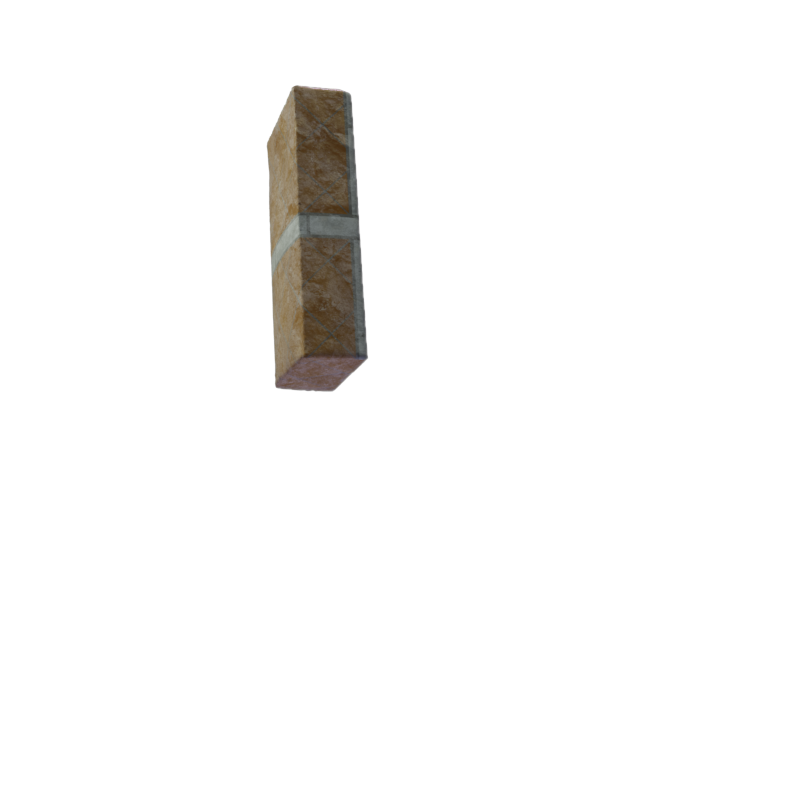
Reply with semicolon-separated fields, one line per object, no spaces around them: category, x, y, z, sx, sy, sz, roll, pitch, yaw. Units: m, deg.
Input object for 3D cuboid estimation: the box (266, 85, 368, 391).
box;-0.055;-0.101;0.706;0.047;0.184;0.091;4;-18;-16
